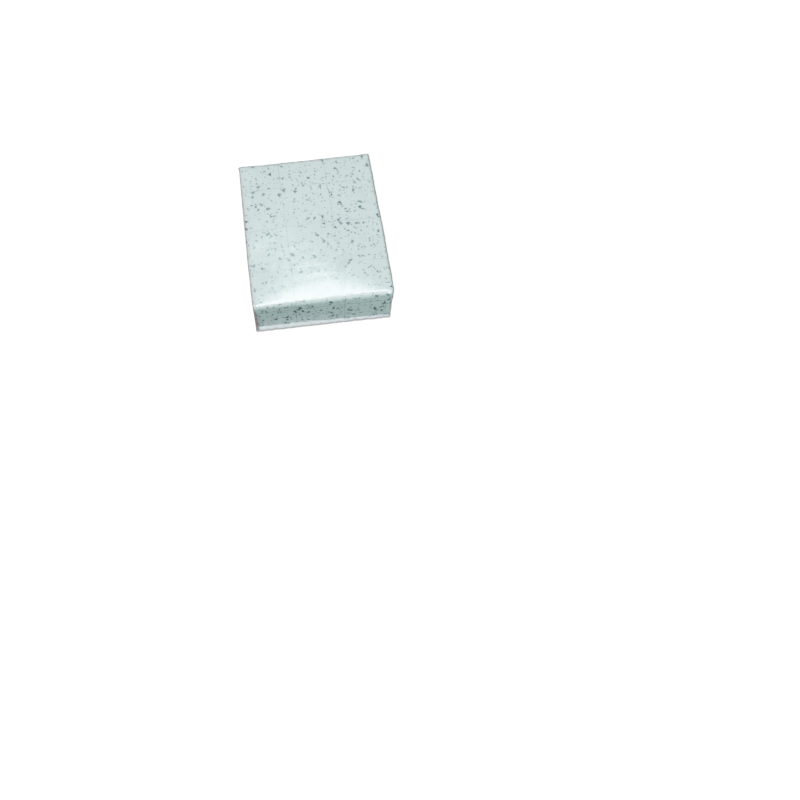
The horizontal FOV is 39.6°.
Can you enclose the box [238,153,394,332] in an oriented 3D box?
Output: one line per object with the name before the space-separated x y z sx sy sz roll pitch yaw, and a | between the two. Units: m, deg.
box | -0.057 -0.104 0.731 0.089 0.122 0.036 -7 -31 -5
